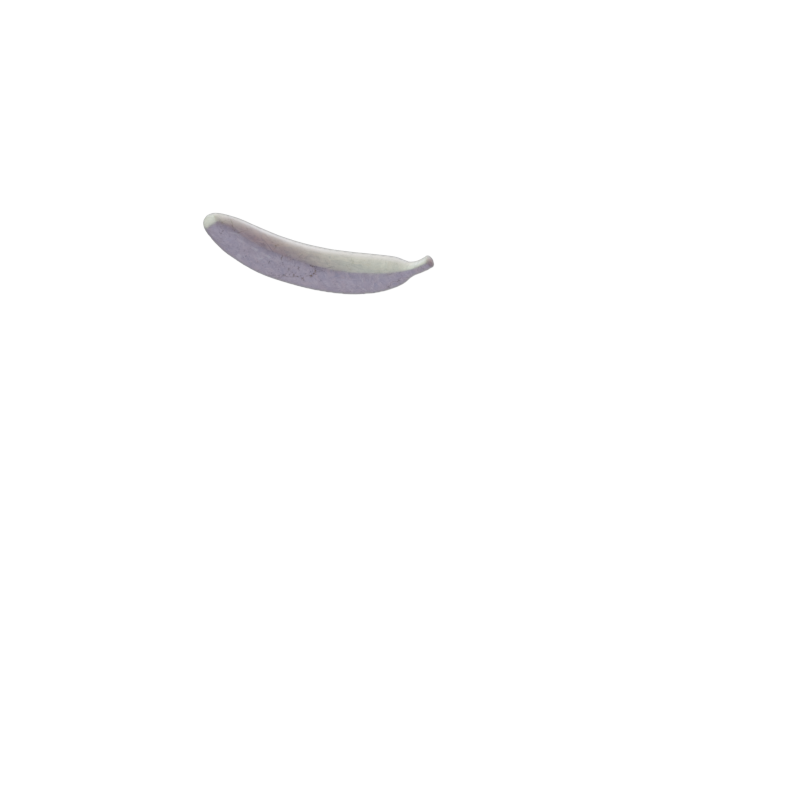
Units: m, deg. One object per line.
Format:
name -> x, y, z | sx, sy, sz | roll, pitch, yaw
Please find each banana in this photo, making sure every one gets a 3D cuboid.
banana -> -0.075, -0.123, 0.952 | 0.194, 0.039, 0.066 | 8, -38, -11
